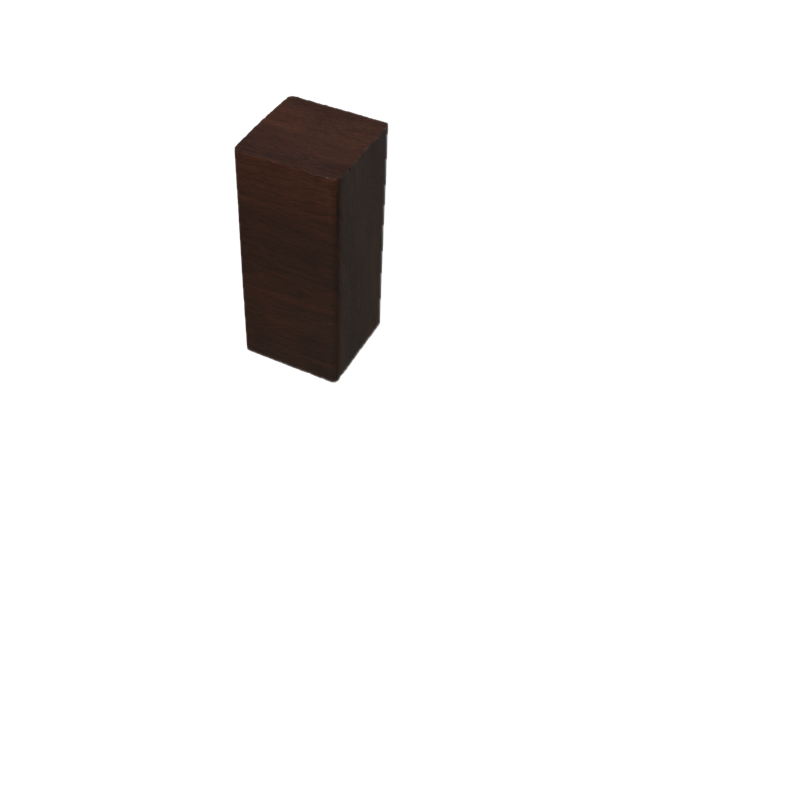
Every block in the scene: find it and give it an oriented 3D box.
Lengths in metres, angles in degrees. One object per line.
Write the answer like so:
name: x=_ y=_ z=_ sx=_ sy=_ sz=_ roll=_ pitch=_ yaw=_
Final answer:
block: x=-0.071 y=-0.128 z=0.896 sx=0.094 sy=0.192 sz=0.093 roll=20 pitch=45 yaw=18
